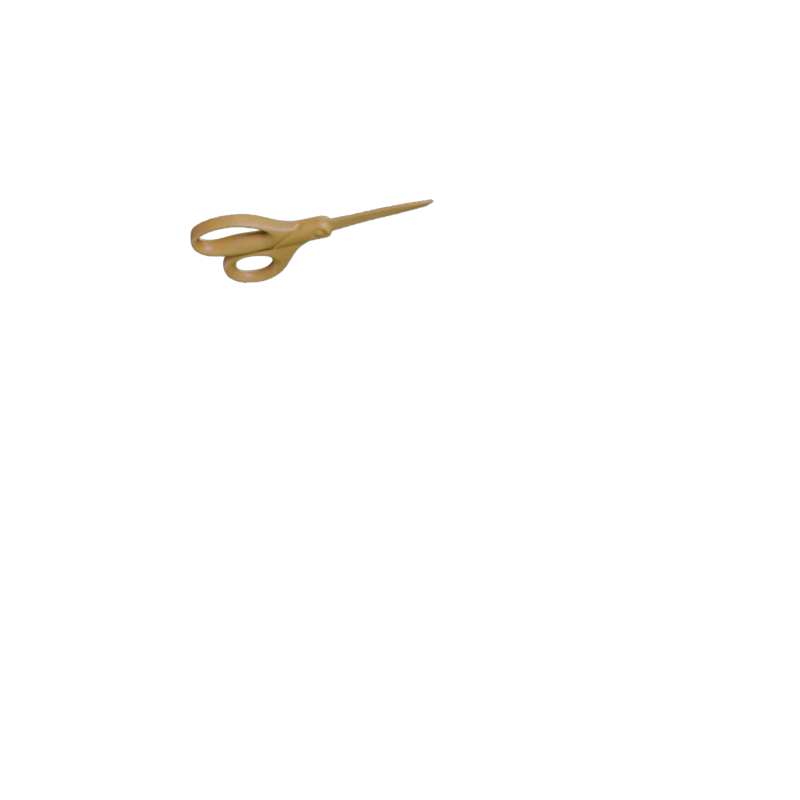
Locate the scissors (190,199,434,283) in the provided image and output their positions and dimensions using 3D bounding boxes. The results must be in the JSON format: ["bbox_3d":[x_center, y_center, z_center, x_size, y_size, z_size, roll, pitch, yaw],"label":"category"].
[{"bbox_3d":[-0.072,-0.132,0.923,0.203,0.017,0.090,-3,-29,5],"label":"scissors"}]
